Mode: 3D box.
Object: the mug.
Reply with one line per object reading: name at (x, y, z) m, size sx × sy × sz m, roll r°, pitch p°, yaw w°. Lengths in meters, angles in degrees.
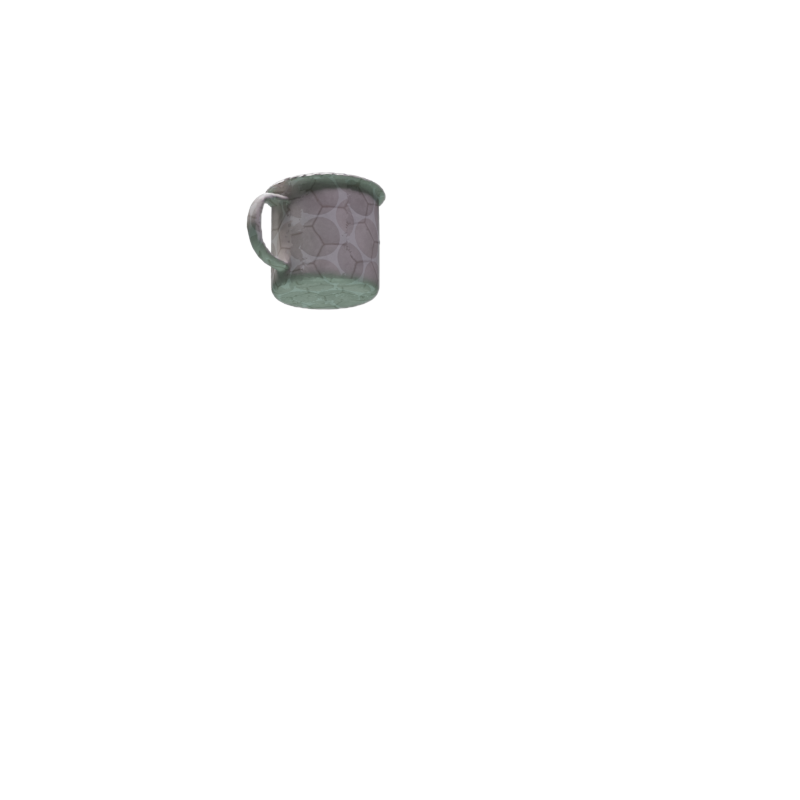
mug at (-0.065, -0.119, 0.832) m, size 0.111 × 0.085 × 0.095 m, roll 13°, pitch -20°, yaw -42°
